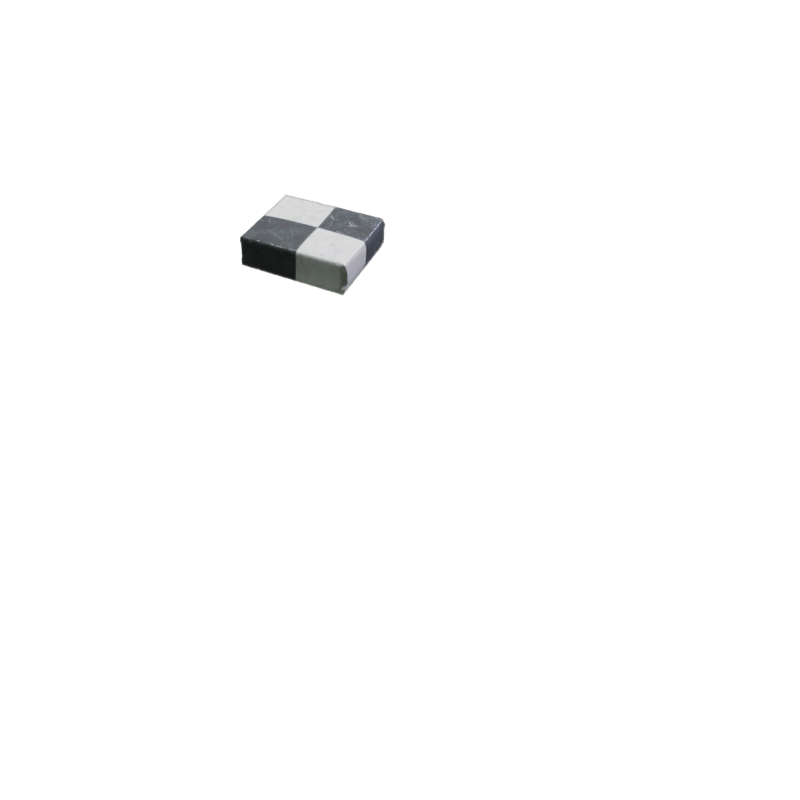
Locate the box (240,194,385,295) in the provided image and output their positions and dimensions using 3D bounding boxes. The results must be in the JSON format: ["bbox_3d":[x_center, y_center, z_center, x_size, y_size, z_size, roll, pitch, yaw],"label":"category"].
[{"bbox_3d":[-0.066,-0.121,0.848,0.093,0.028,0.075,16,40,20],"label":"box"}]
